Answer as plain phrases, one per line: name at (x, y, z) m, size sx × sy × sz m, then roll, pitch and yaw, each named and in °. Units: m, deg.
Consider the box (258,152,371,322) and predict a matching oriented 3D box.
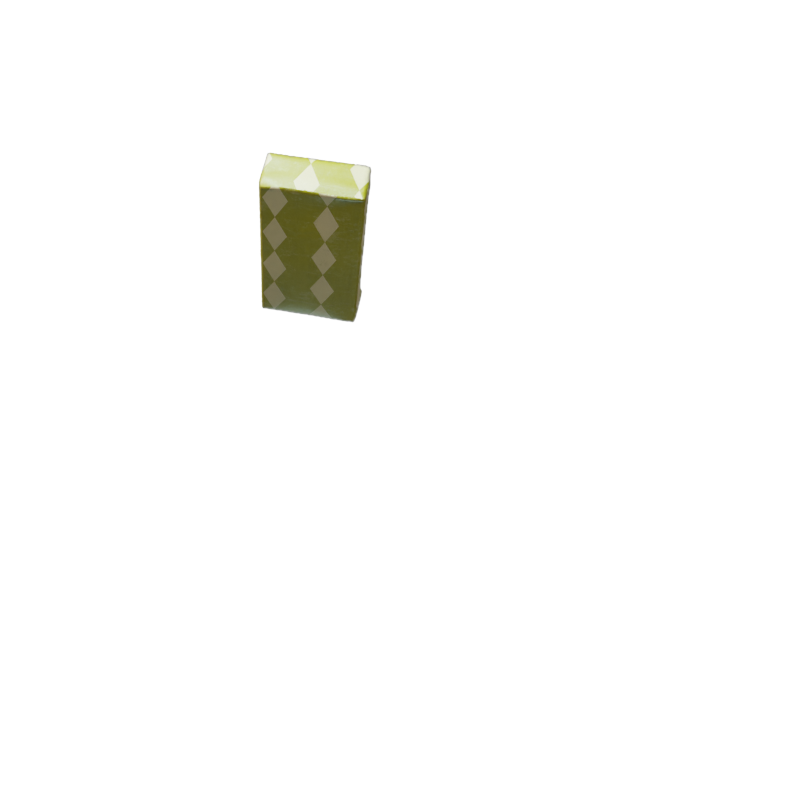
box at (-0.078, -0.142, 0.998) m, size 0.094 × 0.051 × 0.165 m, roll 10°, pitch -32°, yaw 3°
